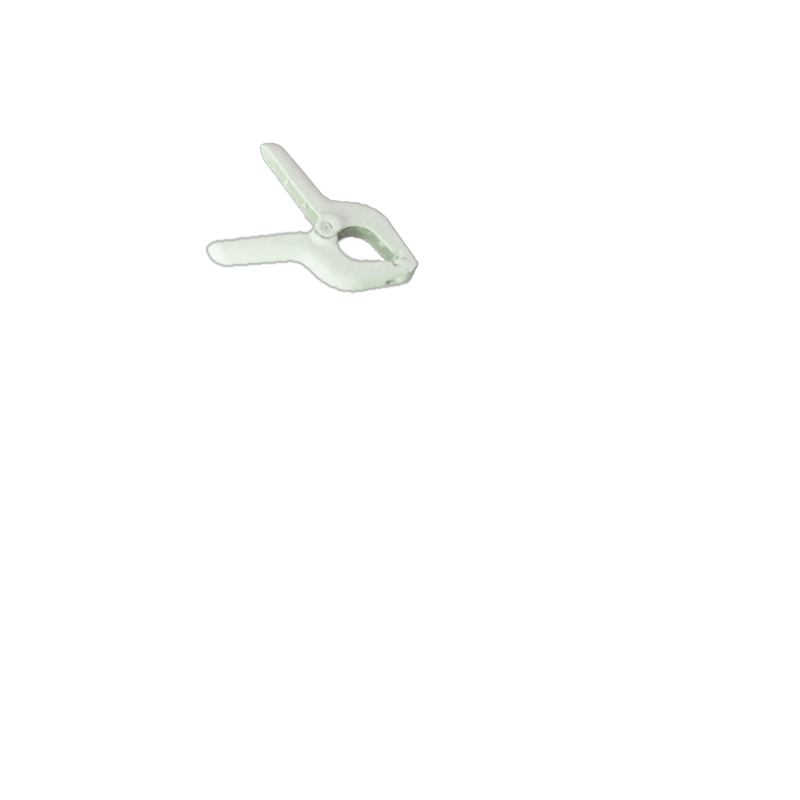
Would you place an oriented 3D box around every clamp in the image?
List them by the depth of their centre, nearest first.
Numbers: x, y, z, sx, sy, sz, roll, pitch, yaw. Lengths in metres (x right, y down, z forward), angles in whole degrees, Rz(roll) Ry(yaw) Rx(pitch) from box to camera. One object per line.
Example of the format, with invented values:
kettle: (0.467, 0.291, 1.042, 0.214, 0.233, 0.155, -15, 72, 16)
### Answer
clamp: (-0.073, -0.133, 0.930, 0.176, 0.123, 0.037, 30, -16, 10)
